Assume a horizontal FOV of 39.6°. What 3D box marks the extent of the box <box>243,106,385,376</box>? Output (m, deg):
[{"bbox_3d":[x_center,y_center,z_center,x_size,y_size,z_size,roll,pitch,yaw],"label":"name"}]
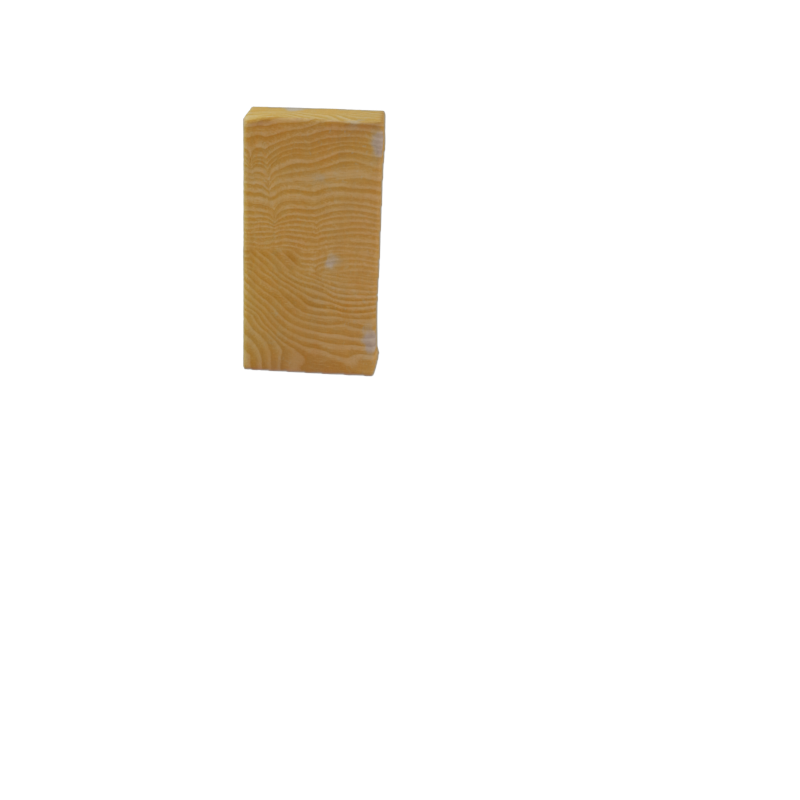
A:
[{"bbox_3d":[-0.059,-0.106,0.746,0.094,0.169,0.050,3,20,4],"label":"box"}]
